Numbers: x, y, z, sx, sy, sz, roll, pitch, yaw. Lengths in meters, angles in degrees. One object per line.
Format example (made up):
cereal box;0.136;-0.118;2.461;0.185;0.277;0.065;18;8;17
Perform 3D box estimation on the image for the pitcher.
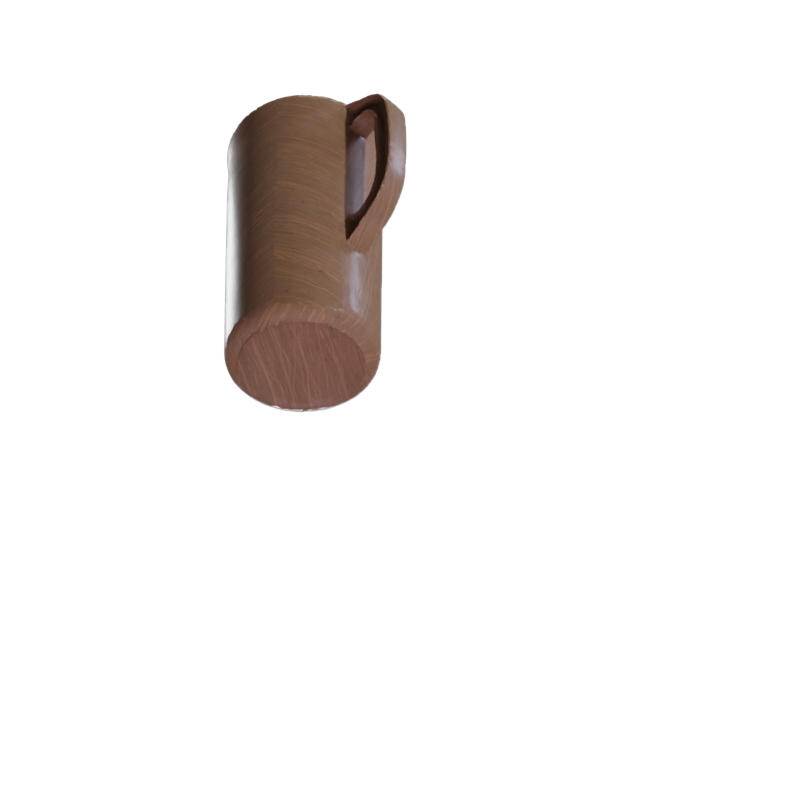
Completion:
pitcher;-0.066;-0.120;0.837;0.145;0.139;0.261;-2;45;-1
